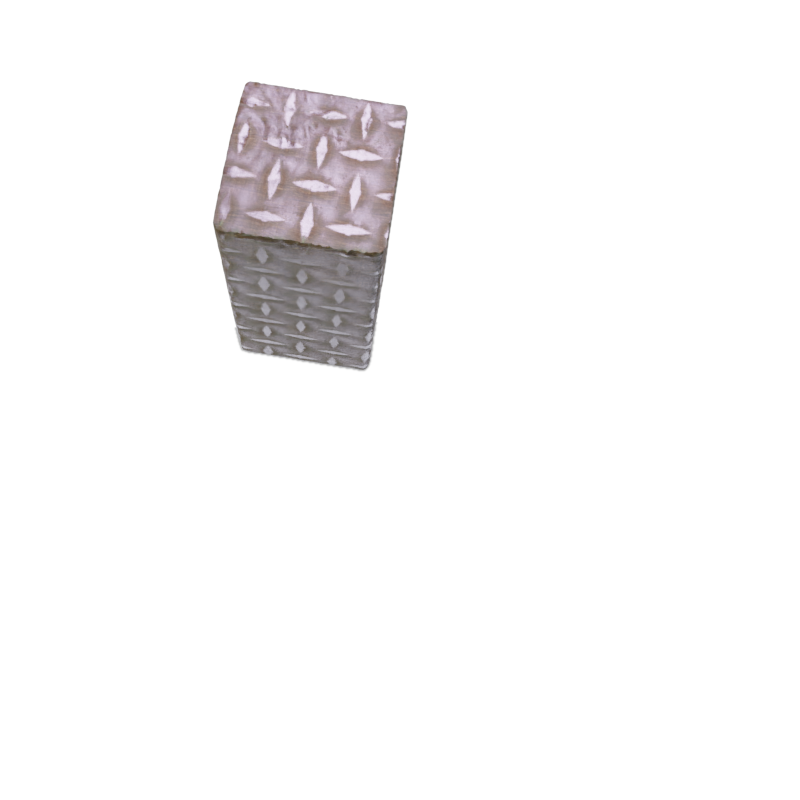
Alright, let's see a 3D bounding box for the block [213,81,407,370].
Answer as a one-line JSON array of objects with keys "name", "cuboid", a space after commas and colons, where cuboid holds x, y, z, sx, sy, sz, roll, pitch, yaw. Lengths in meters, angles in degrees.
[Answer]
[{"name": "block", "cuboid": [-0.052, -0.094, 0.665, 0.091, 0.094, 0.197, 10, -17, -1]}]
